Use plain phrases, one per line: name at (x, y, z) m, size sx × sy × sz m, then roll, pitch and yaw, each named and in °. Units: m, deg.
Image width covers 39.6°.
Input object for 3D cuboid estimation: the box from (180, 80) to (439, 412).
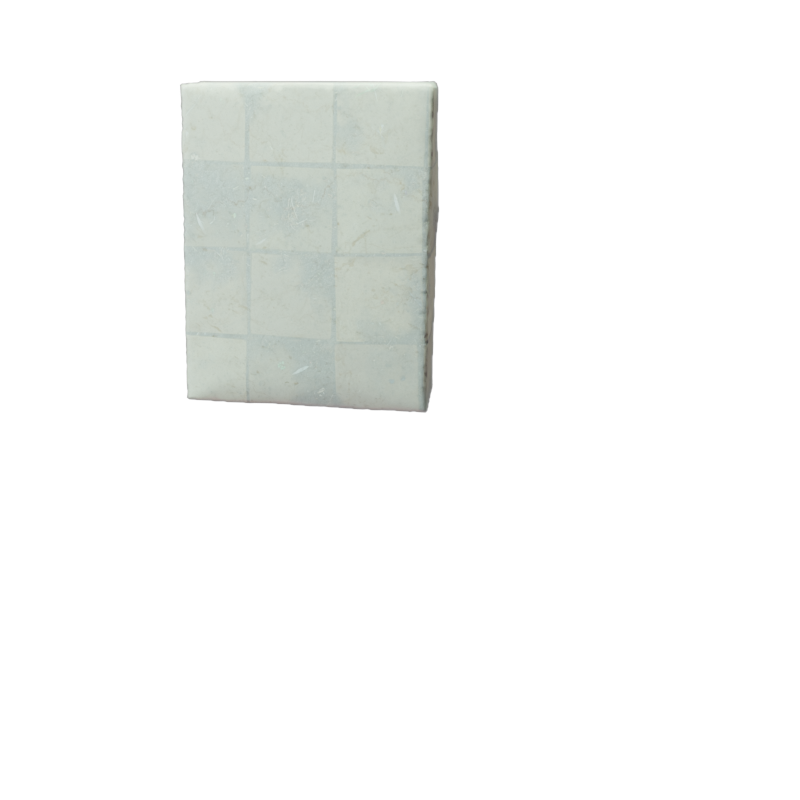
box at (-0.058, -0.106, 0.743) m, size 0.166 × 0.208 × 0.073 m, roll 3°, pitch 11°, yaw 8°
